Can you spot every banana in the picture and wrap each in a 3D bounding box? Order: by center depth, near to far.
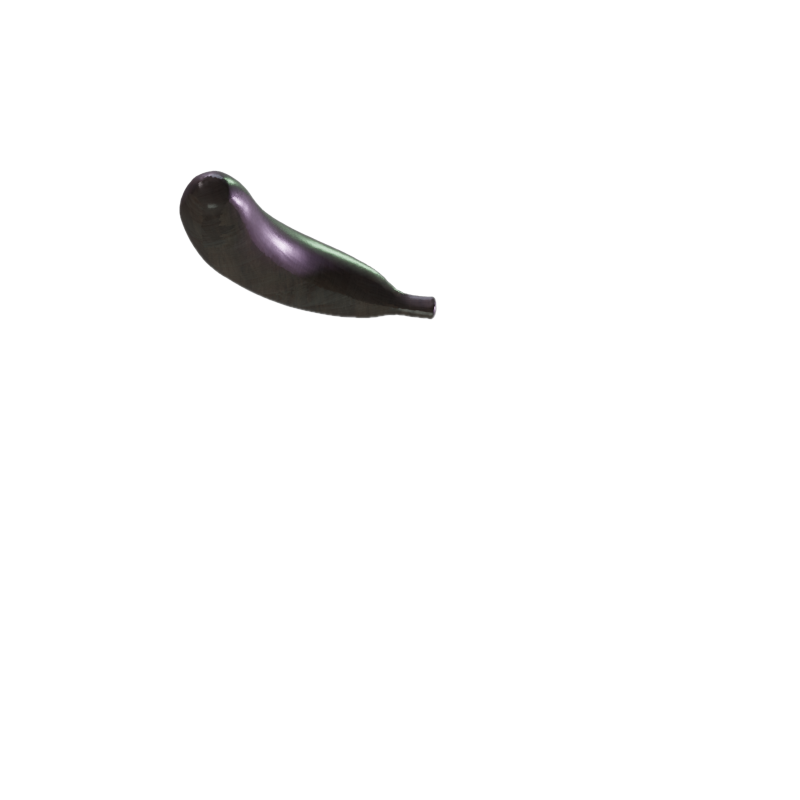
[{"bbox_3d":[-0.056,-0.074,0.547,0.071,0.038,0.186,-8,-14,31],"label":"banana"}]
